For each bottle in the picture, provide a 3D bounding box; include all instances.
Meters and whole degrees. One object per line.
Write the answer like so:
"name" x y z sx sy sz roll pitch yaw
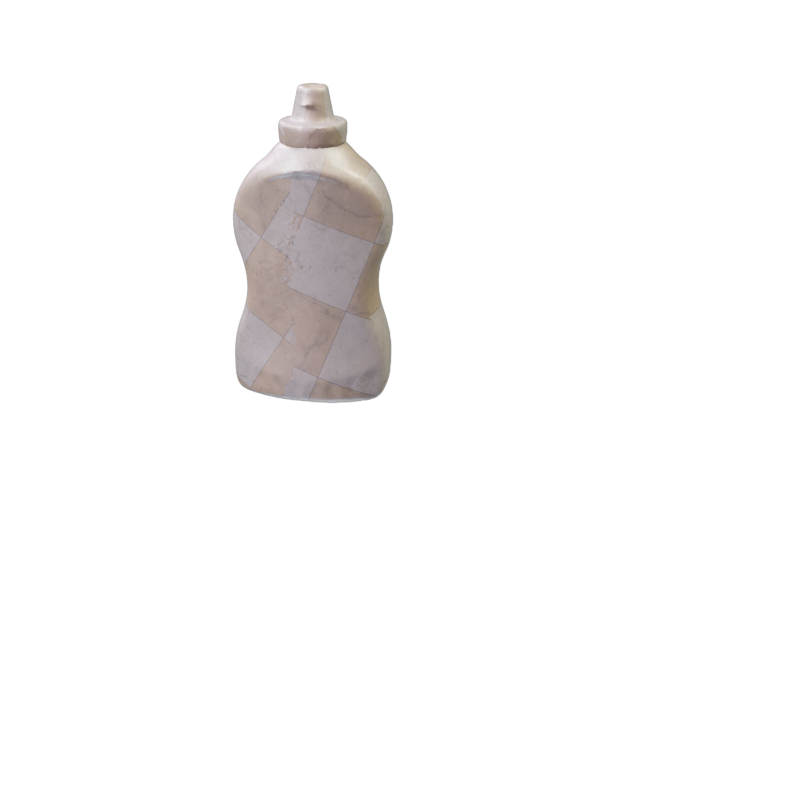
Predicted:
"bottle" -0.053 -0.096 0.675 0.098 0.184 0.060 5 19 12
